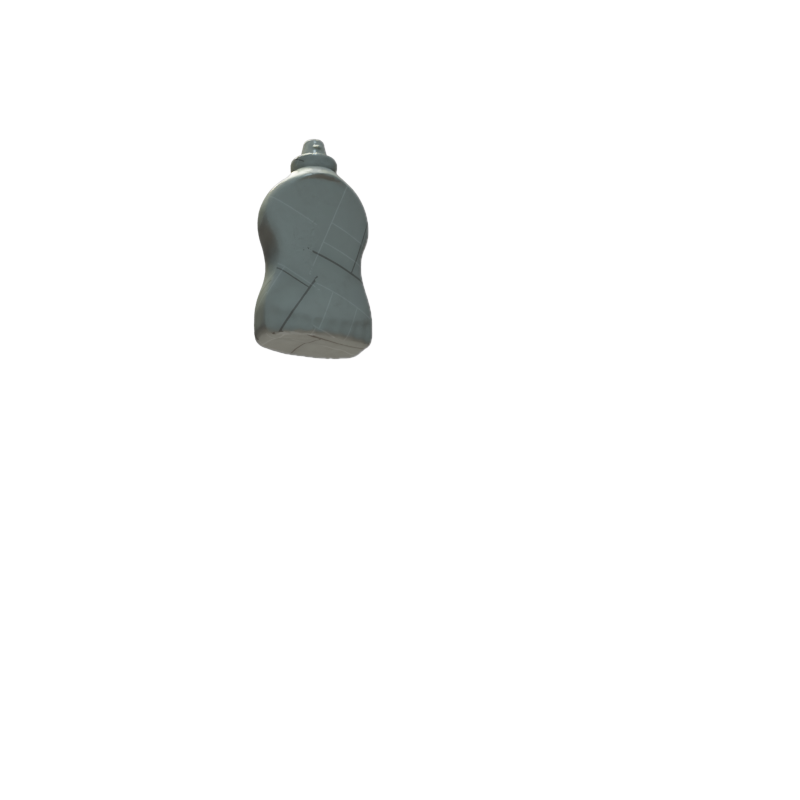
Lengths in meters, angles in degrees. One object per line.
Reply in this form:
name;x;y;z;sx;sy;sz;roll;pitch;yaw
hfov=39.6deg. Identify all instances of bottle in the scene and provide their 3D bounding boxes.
bottle;-0.074;-0.135;0.943;0.093;0.202;0.057;7;-25;-19
